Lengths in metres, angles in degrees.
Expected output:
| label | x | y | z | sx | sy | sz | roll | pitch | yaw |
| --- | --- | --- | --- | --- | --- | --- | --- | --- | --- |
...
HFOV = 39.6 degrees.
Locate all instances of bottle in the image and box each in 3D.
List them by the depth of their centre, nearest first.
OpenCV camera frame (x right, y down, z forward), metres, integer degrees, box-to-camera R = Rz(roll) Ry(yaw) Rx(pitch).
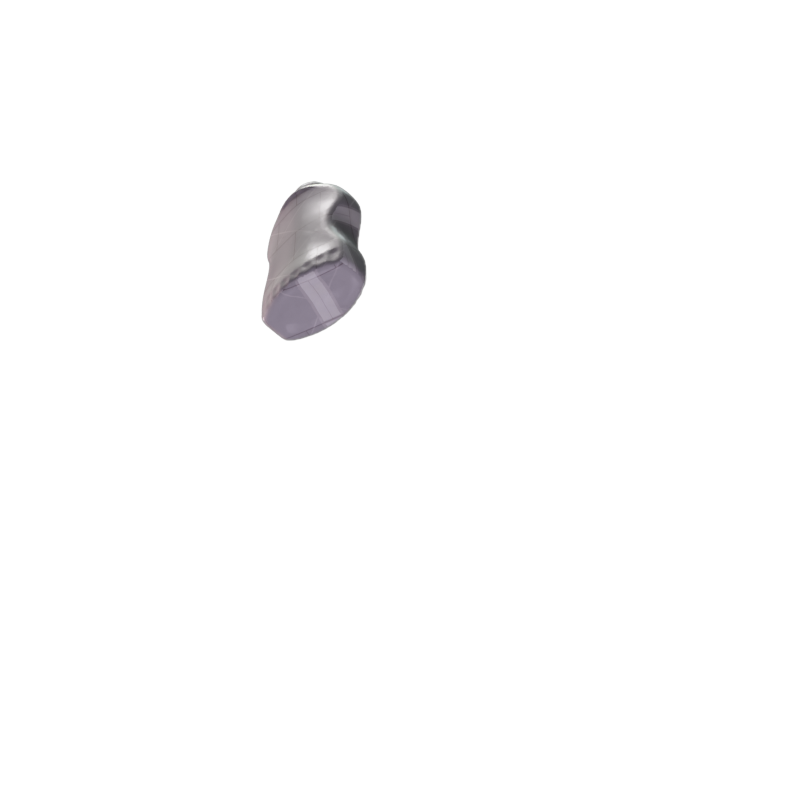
| label | x | y | z | sx | sy | sz | roll | pitch | yaw |
| --- | --- | --- | --- | --- | --- | --- | --- | --- | --- |
| bottle | -0.077 | -0.142 | 0.994 | 0.095 | 0.205 | 0.055 | -37 | -58 | 23 |
